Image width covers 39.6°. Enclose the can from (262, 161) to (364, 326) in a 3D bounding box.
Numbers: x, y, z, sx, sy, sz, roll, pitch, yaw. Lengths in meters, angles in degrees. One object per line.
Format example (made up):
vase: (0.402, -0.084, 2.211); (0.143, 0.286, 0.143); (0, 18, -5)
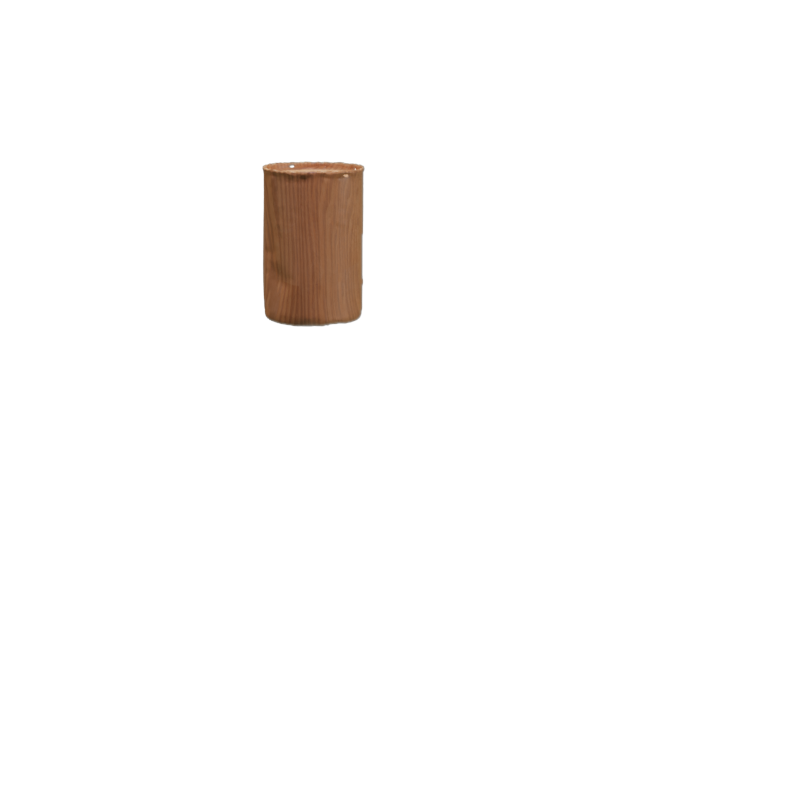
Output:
can: (-0.058, -0.106, 0.742); (0.068, 0.100, 0.070); (0, 12, -2)
